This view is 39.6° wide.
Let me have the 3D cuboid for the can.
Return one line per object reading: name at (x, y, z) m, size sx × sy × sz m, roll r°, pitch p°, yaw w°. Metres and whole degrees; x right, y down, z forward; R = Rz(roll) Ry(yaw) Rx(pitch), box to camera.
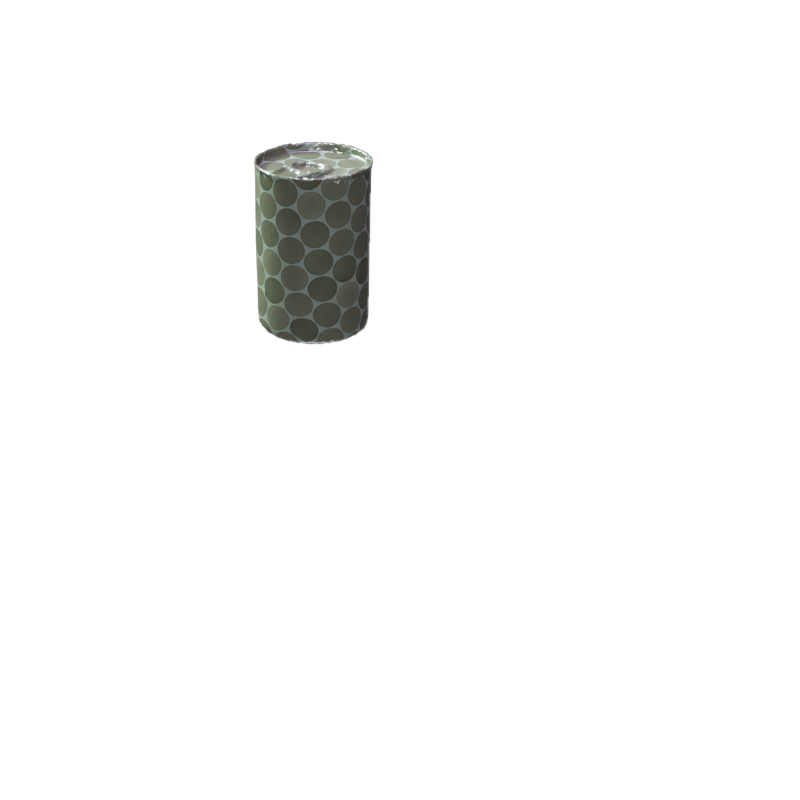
can at (-0.051, -0.093, 0.650) m, size 0.068 × 0.097 × 0.072 m, roll 0°, pitch 25°, yaw -2°
